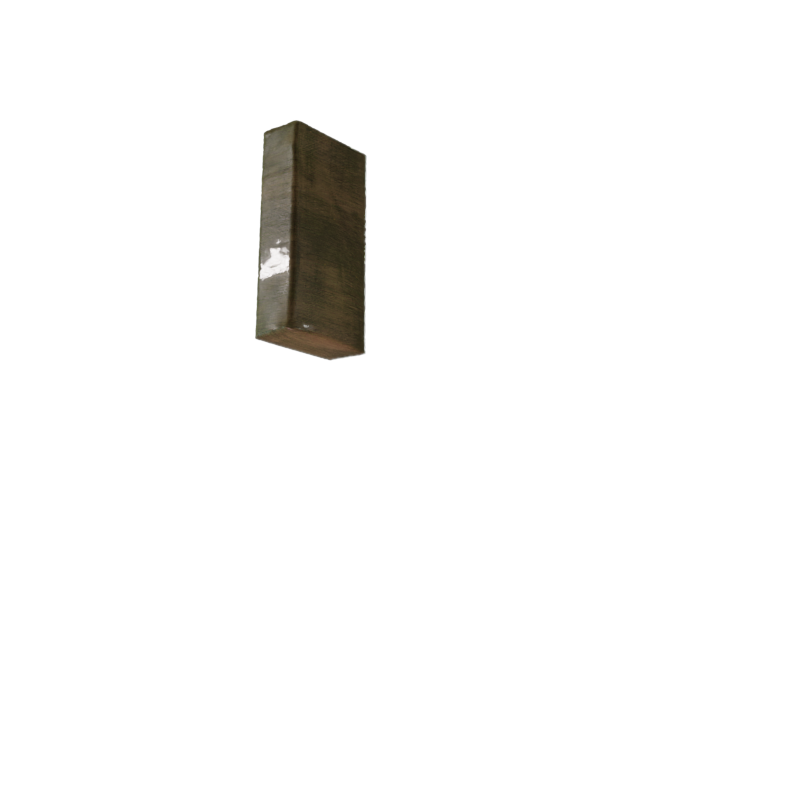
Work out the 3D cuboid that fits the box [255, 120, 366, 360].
[{"bbox_3d":[-0.071,-0.129,0.901,0.049,0.185,0.088,-17,-24,36],"label":"box"}]
